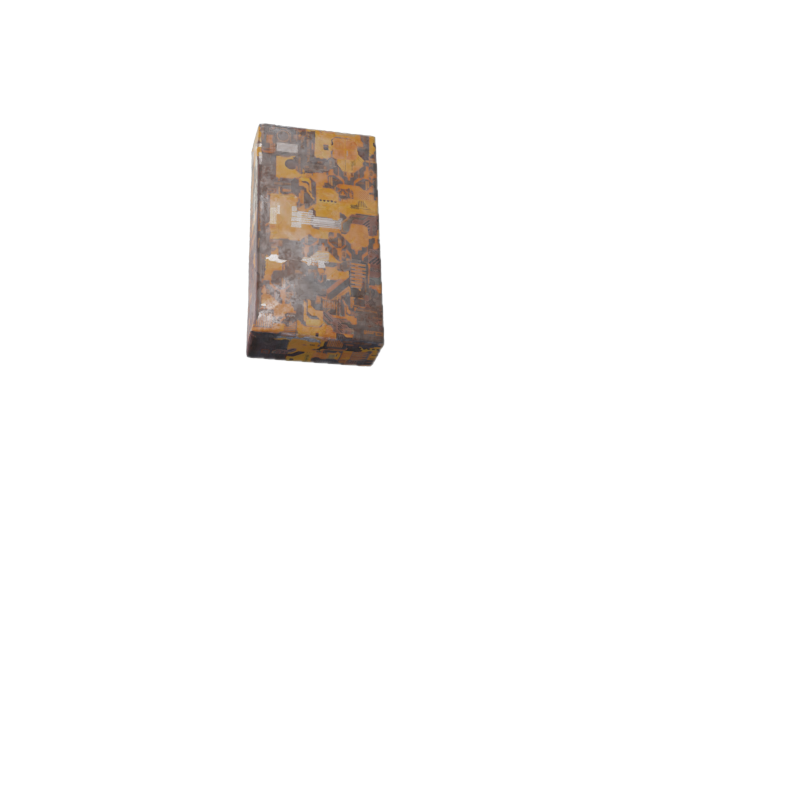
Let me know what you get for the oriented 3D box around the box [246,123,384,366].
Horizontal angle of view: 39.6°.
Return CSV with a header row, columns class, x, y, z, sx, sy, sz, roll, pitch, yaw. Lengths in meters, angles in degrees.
class,x,y,z,sx,sy,sz,roll,pitch,yaw
box,-0.063,-0.115,0.805,0.092,0.188,0.046,4,-31,-11
